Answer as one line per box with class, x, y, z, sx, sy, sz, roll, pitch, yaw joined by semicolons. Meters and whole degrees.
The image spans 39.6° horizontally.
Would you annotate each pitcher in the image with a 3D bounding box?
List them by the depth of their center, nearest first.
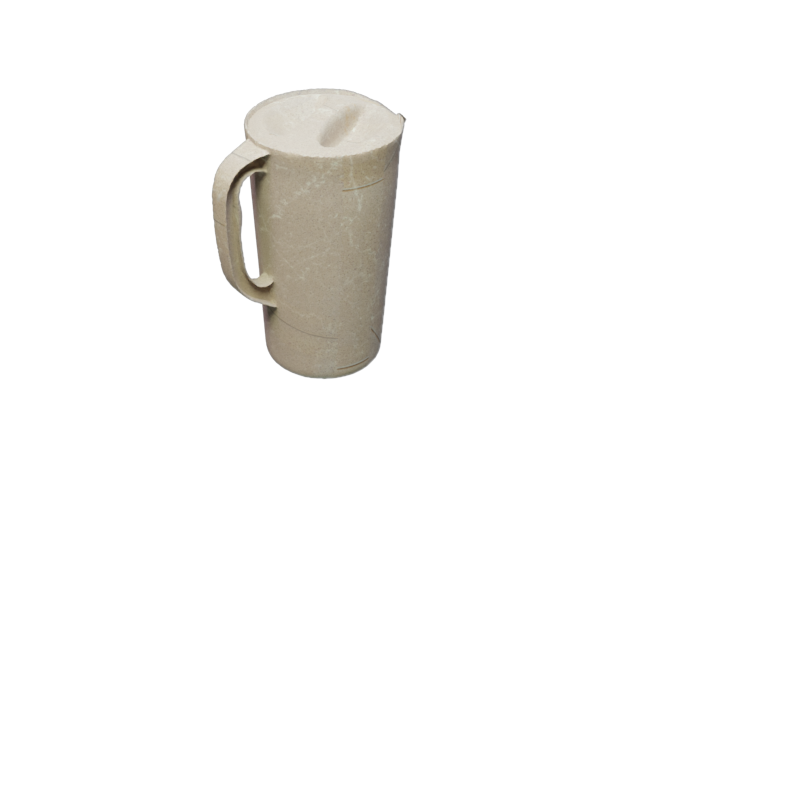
pitcher;-0.076;-0.139;0.973;0.150;0.228;0.153;5;34;4
